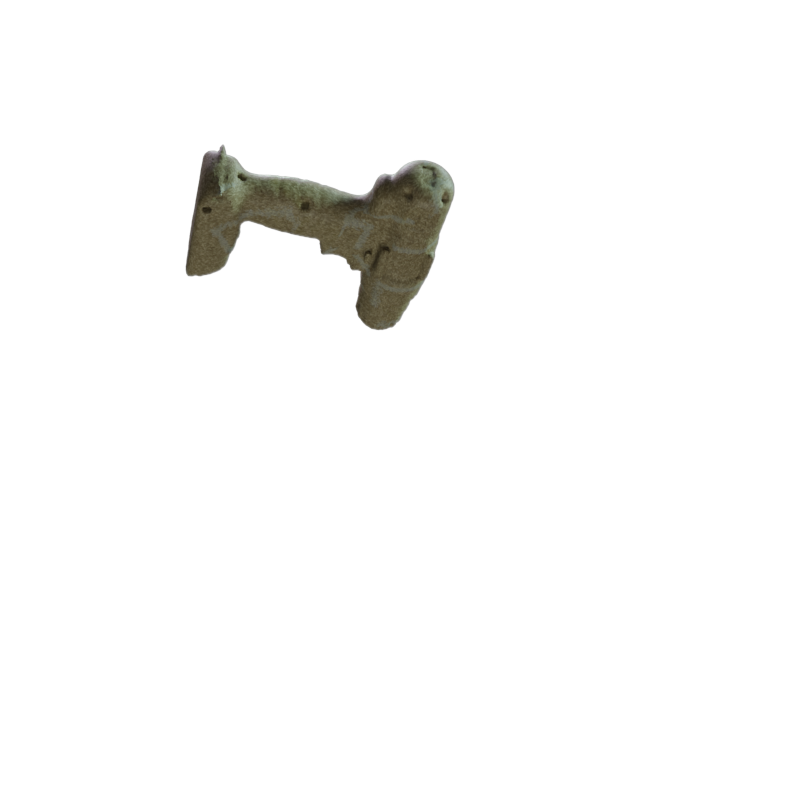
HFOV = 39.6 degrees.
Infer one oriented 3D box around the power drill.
[{"bbox_3d":[-0.066,-0.121,0.845,0.185,0.061,0.175,6,-35,-10],"label":"power drill"}]
